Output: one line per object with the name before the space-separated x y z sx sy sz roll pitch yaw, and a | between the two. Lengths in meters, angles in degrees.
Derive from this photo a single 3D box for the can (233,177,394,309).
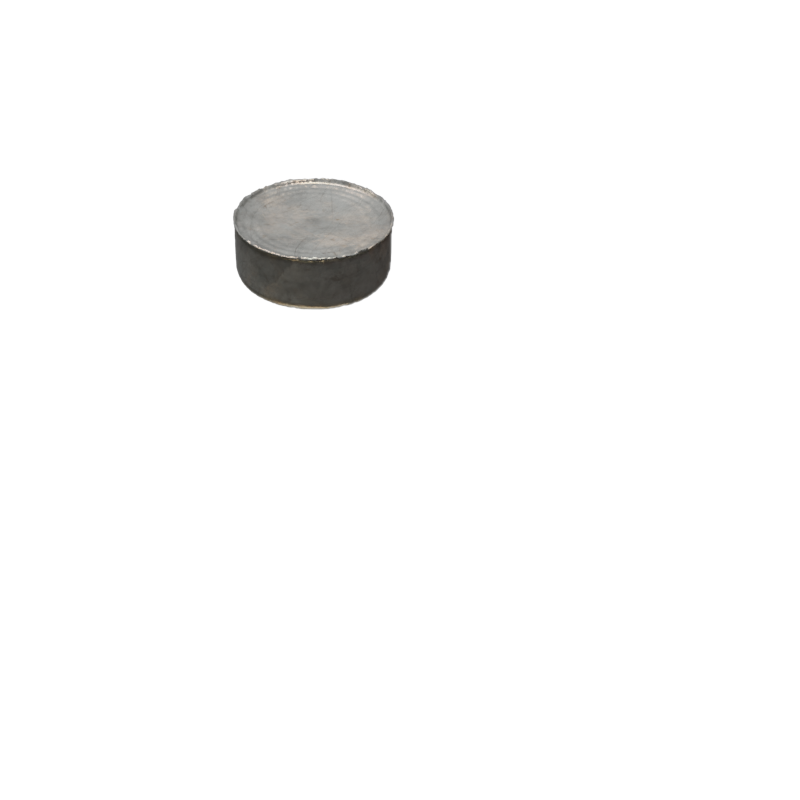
can | -0.047 -0.085 0.598 0.086 0.031 0.092 -1 37 -2
